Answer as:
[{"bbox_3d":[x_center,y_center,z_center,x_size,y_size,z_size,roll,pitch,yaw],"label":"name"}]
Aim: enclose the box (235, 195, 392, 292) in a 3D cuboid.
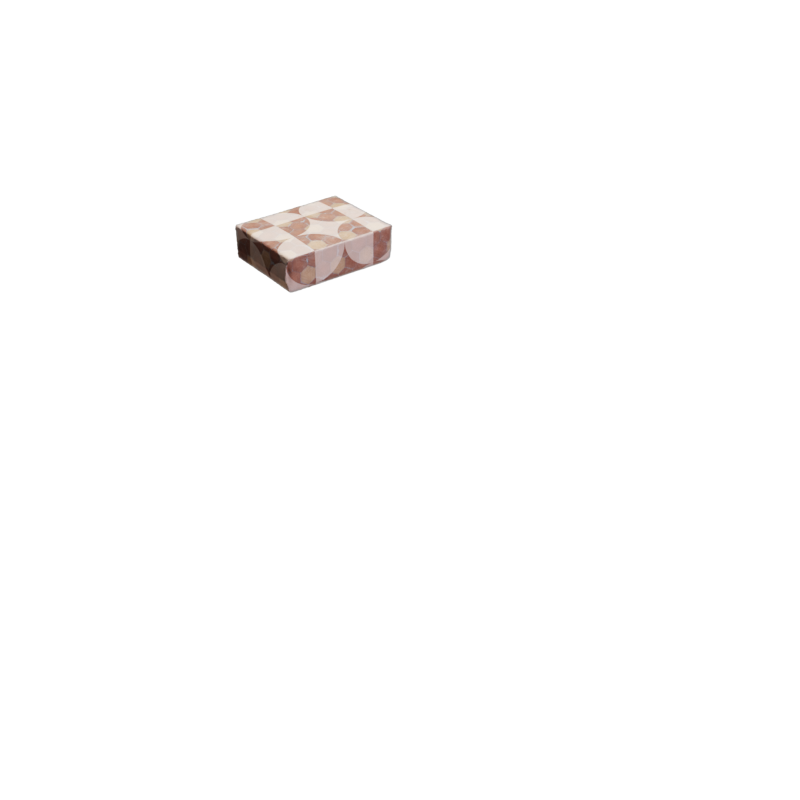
[{"bbox_3d":[-0.078,-0.142,0.992,0.112,0.037,0.096,-20,36,-30],"label":"box"}]
